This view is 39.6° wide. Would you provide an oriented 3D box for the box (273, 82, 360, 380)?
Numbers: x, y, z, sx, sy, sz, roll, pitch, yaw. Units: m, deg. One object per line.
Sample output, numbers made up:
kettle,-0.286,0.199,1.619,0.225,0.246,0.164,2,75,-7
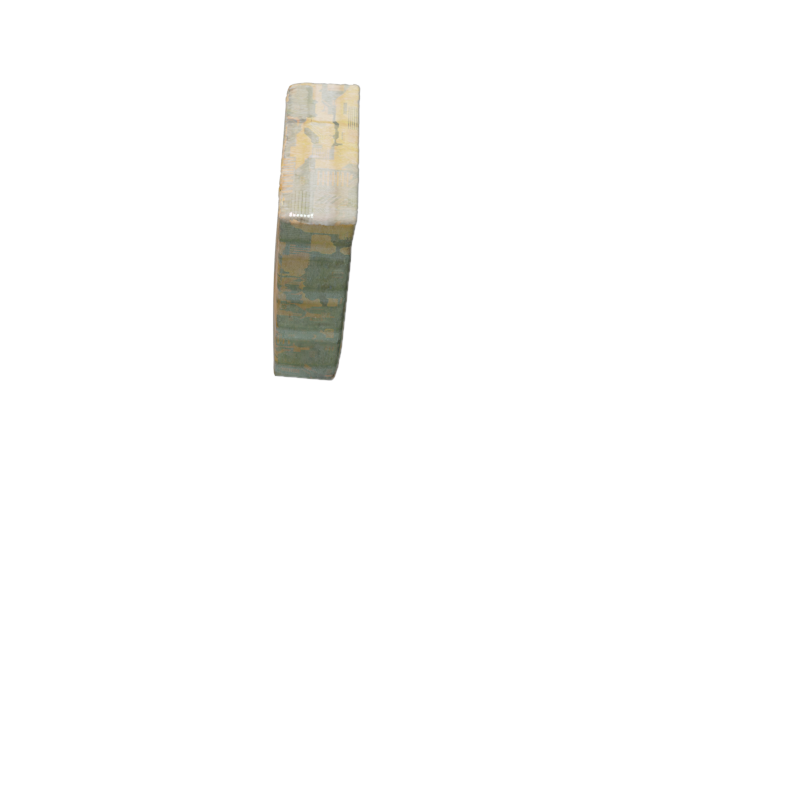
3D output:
box,-0.050,-0.091,0.638,0.048,0.099,0.166,2,-29,-3
